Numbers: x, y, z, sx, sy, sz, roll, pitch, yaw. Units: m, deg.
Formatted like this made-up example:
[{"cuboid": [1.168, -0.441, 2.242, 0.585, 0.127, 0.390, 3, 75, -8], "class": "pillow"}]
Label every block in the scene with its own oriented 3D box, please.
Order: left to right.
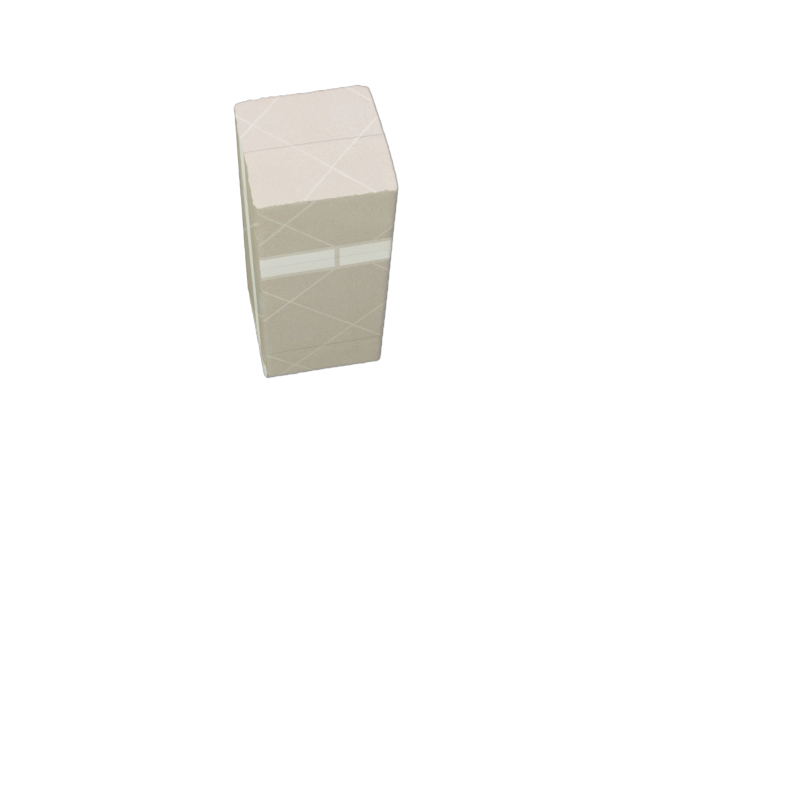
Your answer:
[{"cuboid": [-0.060, -0.110, 0.765, 0.090, 0.097, 0.193, -9, -30, -9], "class": "block"}]
